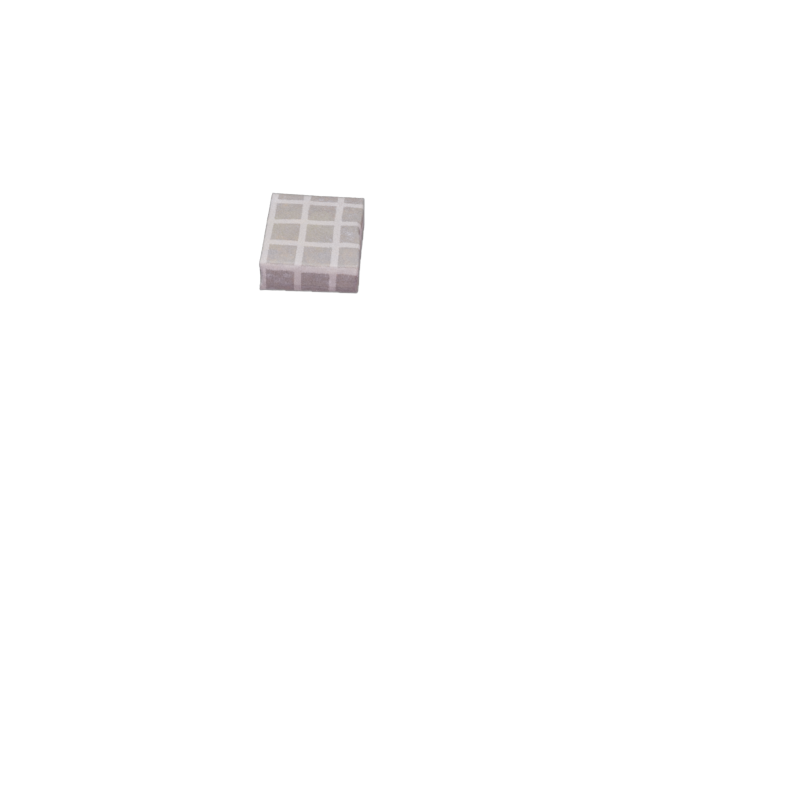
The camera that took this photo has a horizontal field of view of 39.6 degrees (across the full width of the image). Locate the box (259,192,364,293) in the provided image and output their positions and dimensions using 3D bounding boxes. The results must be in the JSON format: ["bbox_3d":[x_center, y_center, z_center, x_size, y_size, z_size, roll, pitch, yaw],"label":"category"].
[{"bbox_3d":[-0.065,-0.119,0.832,0.073,0.028,0.095,2,42,2],"label":"box"}]
